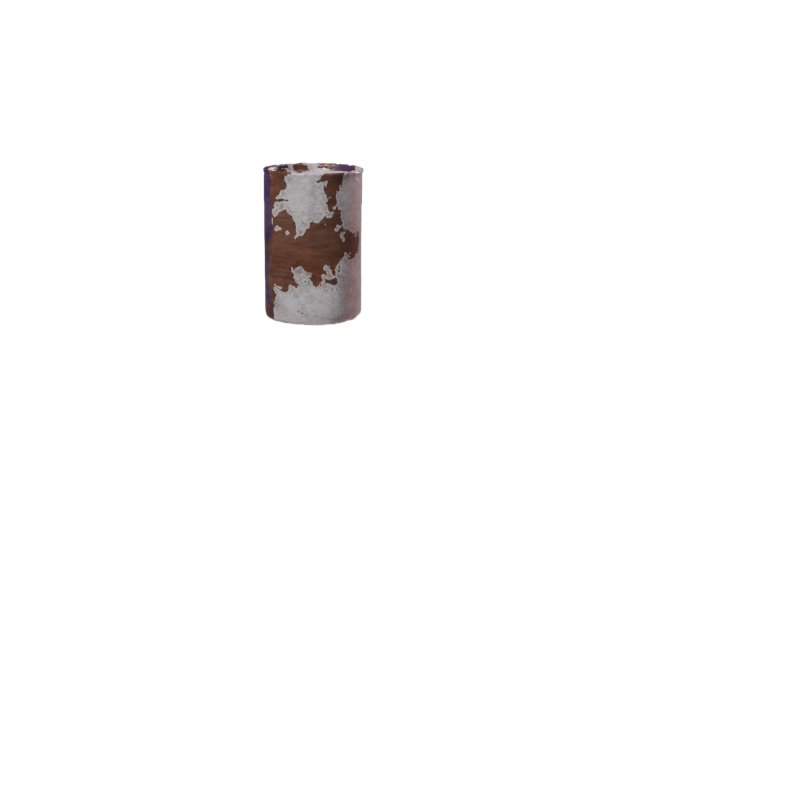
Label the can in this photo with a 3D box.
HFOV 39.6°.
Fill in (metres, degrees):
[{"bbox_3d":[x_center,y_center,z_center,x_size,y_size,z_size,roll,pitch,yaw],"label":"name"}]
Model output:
[{"bbox_3d":[-0.059,-0.108,0.757,0.068,0.100,0.071,0,12,-2],"label":"can"}]
